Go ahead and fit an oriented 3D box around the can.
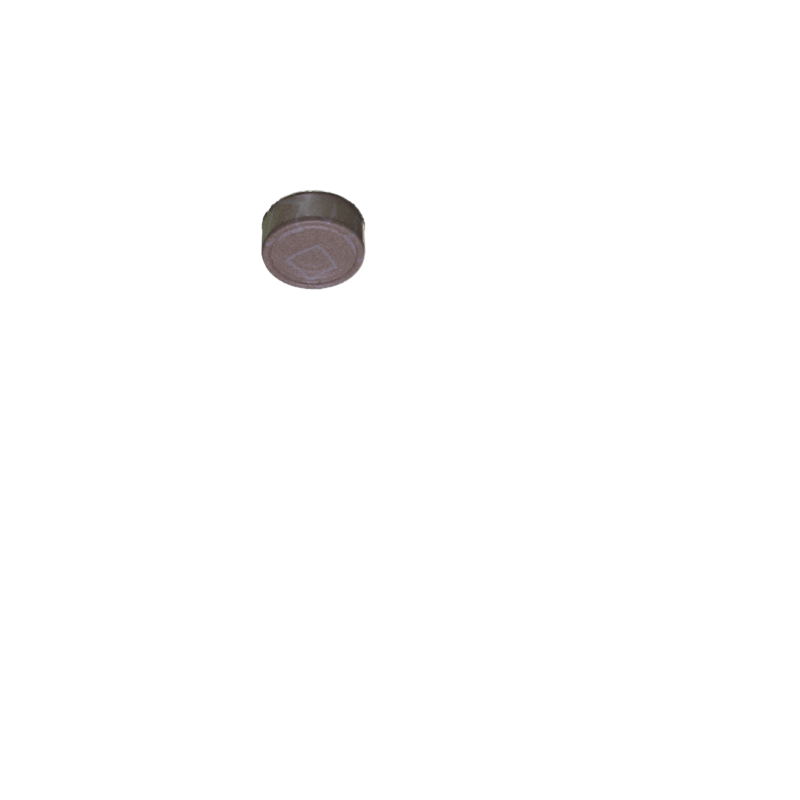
[{"bbox_3d":[-0.071,-0.129,0.906,0.086,0.036,0.080,1,-39,-2],"label":"can"}]
